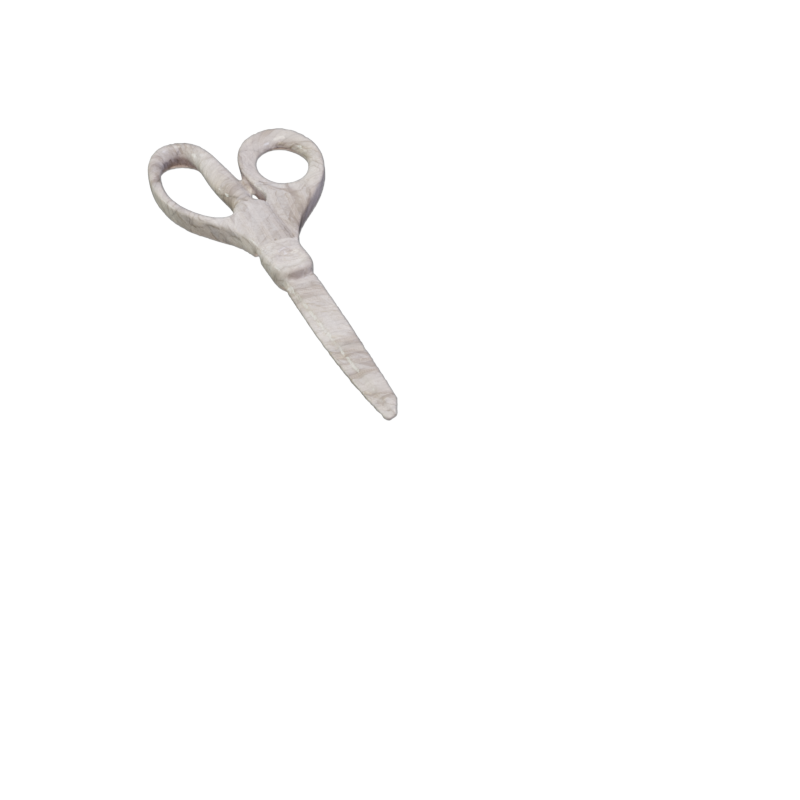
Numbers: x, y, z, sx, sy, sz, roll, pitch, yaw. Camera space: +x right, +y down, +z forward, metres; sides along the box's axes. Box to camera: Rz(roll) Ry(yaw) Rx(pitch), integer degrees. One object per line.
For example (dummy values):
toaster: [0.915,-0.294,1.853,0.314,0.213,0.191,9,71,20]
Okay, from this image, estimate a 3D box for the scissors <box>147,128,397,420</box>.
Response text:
scissors: [-0.040,-0.074,0.517,0.096,0.015,0.216,-32,54,-28]
